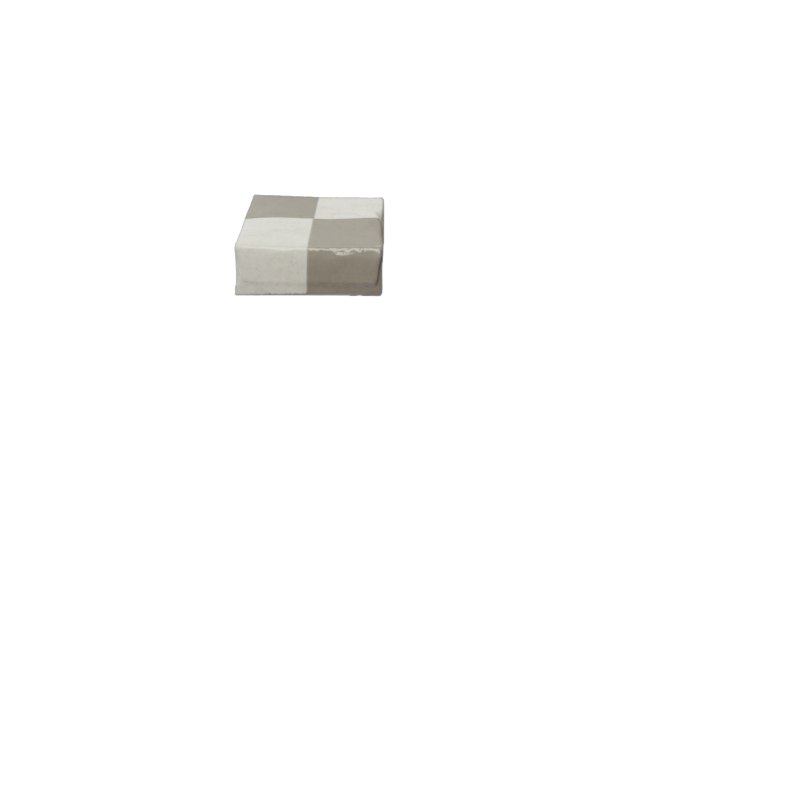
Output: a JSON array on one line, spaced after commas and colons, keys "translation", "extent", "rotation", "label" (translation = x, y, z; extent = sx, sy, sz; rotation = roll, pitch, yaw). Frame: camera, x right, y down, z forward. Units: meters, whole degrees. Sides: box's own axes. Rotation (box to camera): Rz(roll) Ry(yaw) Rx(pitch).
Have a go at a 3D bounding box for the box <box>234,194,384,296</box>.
[{"translation": [-0.045, -0.082, 0.576], "extent": [0.073, 0.029, 0.093], "rotation": [1, 25, 1], "label": "box"}]
